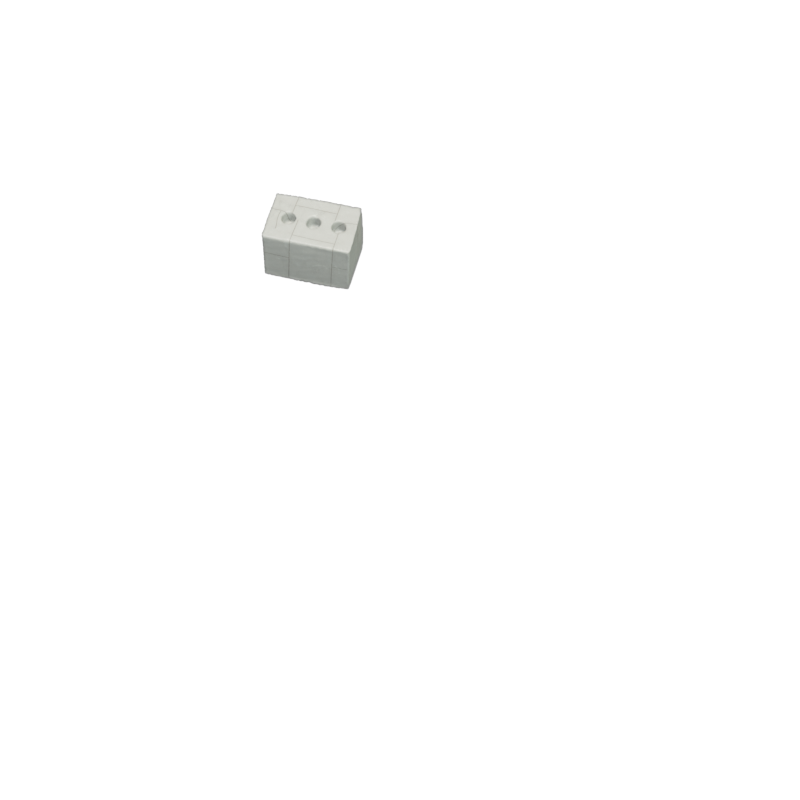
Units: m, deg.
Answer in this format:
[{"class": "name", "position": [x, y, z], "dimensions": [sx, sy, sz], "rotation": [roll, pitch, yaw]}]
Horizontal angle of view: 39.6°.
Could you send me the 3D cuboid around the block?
[{"class": "block", "position": [-0.075, -0.136, 0.952], "dimensions": [0.079, 0.056, 0.048], "rotation": [11, -37, 7]}]
